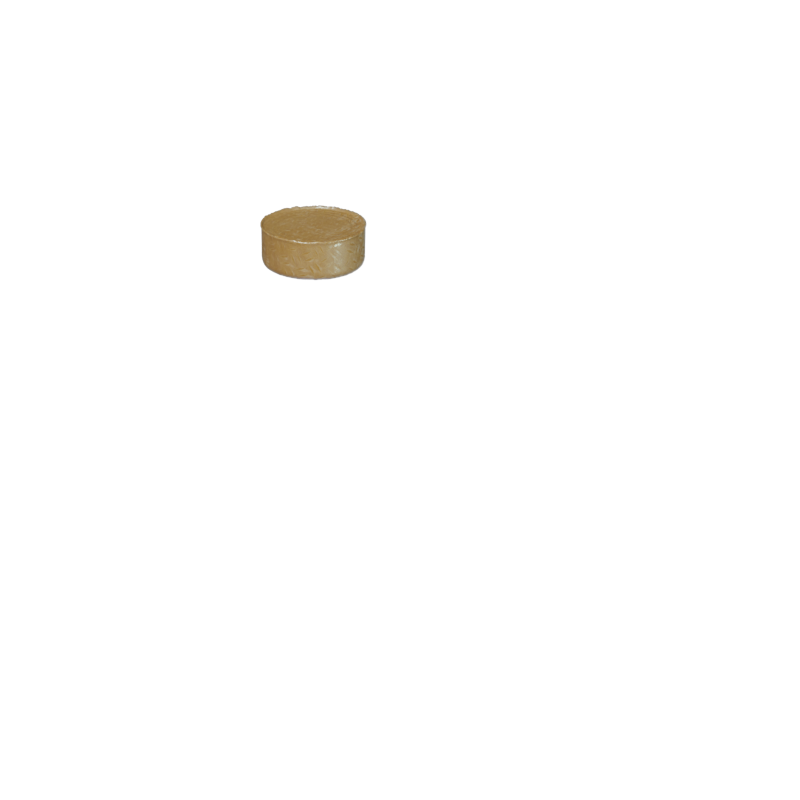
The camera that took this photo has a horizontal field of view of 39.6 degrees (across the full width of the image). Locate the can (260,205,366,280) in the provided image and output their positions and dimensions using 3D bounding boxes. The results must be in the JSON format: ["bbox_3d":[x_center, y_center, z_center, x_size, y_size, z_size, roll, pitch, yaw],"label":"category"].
[{"bbox_3d":[-0.071,-0.129,0.901,0.086,0.032,0.091,-1,27,-2],"label":"can"}]
